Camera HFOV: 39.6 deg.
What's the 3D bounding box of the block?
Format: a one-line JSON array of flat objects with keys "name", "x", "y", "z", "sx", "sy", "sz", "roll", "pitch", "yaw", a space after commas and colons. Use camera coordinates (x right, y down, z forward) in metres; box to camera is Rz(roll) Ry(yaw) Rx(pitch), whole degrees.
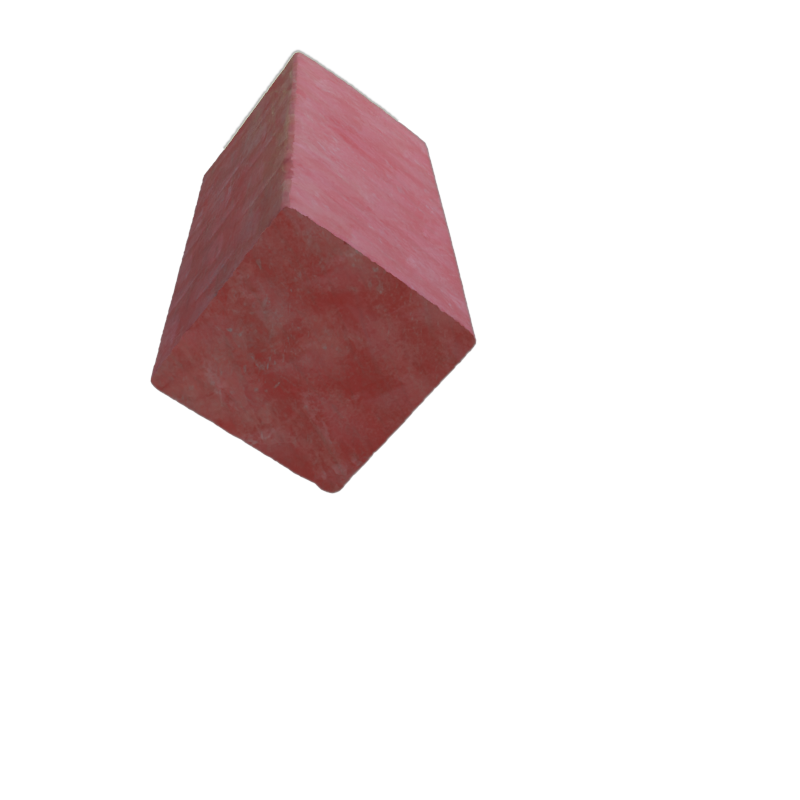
[{"name": "block", "x": -0.038, "y": -0.071, "z": 0.497, "sx": 0.086, "sy": 0.089, "sz": 0.219, "roll": 33, "pitch": 23, "yaw": -20}]
